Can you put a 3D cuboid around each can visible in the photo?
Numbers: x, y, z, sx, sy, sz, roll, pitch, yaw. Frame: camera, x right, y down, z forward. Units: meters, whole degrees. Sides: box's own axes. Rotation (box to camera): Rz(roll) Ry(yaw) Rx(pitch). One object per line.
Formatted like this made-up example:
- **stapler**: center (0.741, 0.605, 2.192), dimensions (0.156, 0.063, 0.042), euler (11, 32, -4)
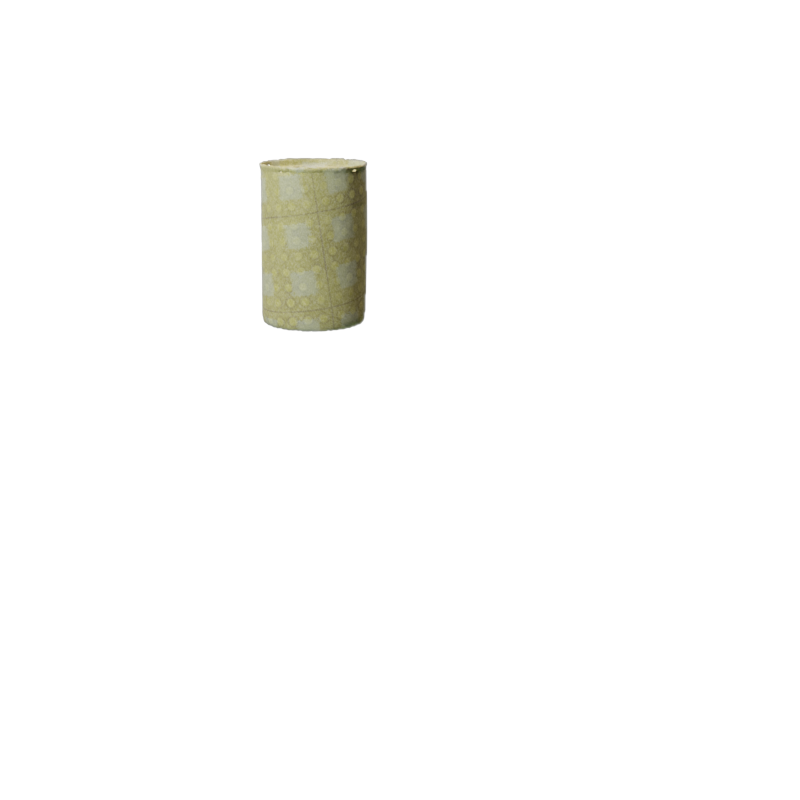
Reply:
- **can**: center (-0.055, -0.101, 0.705), dimensions (0.068, 0.100, 0.071), euler (0, 12, -2)
